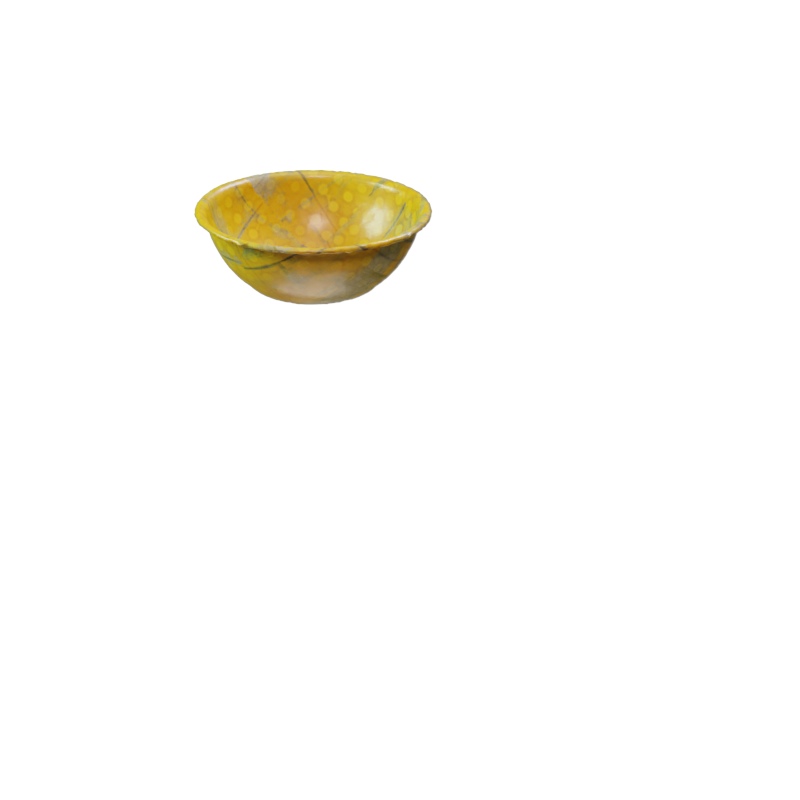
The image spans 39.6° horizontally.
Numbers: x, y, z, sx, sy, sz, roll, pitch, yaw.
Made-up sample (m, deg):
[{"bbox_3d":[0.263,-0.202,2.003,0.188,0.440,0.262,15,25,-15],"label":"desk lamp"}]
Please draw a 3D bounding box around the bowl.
[{"bbox_3d":[-0.060,-0.109,0.766,0.162,0.052,0.171,-1,28,-2],"label":"bowl"}]
